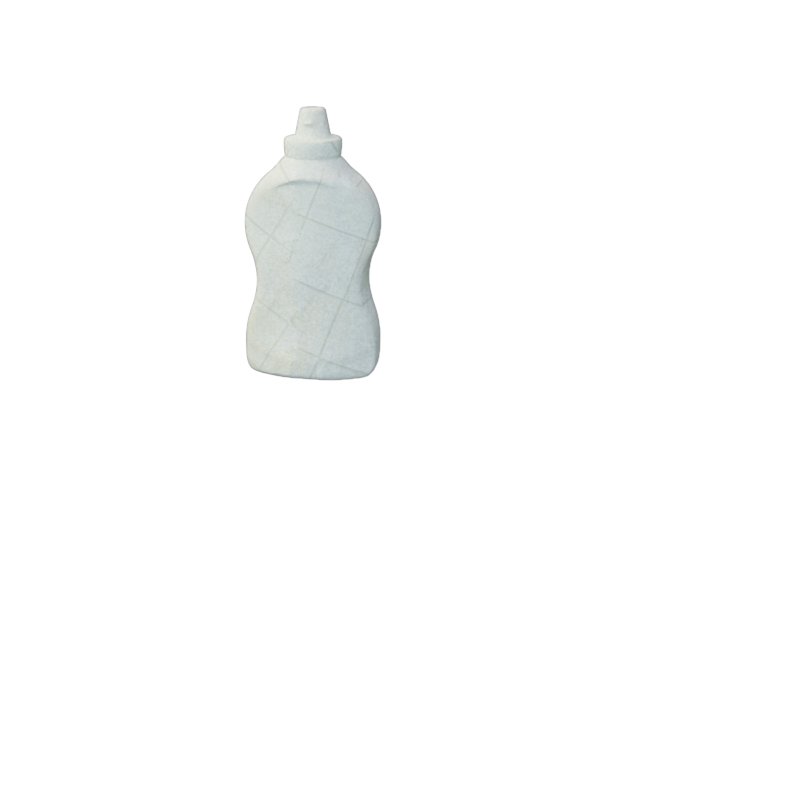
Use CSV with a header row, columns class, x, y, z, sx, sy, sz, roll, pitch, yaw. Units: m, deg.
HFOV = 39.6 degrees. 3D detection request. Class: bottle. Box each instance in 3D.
class,x,y,z,sx,sy,sz,roll,pitch,yaw
bottle,-0.062,-0.113,0.790,0.098,0.185,0.059,4,15,11
